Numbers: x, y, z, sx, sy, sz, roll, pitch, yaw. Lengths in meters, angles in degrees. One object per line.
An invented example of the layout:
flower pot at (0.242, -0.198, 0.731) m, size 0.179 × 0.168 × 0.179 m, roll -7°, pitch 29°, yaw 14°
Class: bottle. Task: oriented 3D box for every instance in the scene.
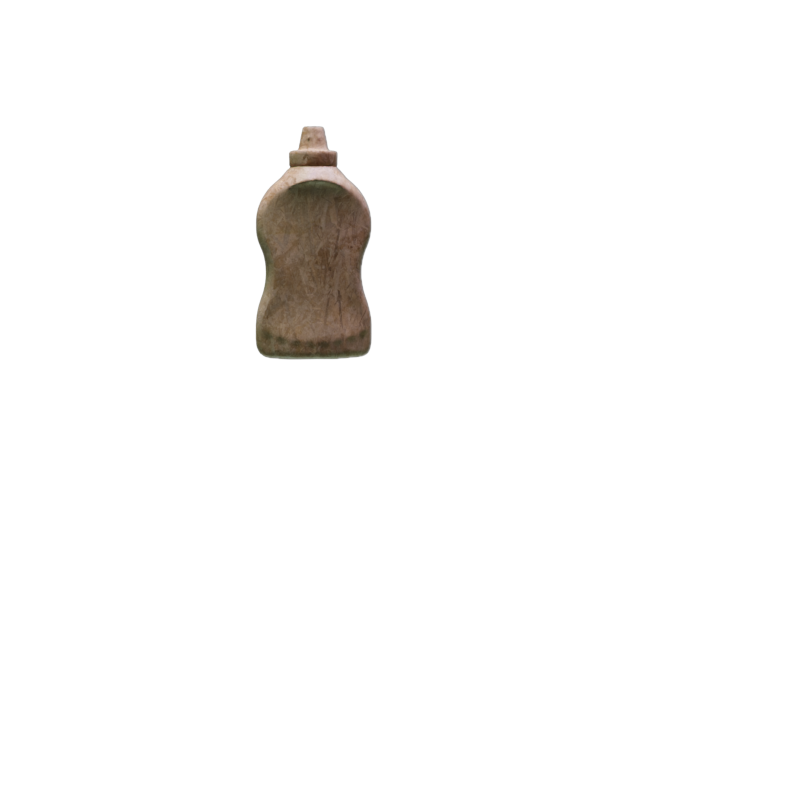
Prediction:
bottle at (-0.073, -0.132, 0.927) m, size 0.095 × 0.190 × 0.059 m, roll 0°, pitch 3°, yaw -6°
